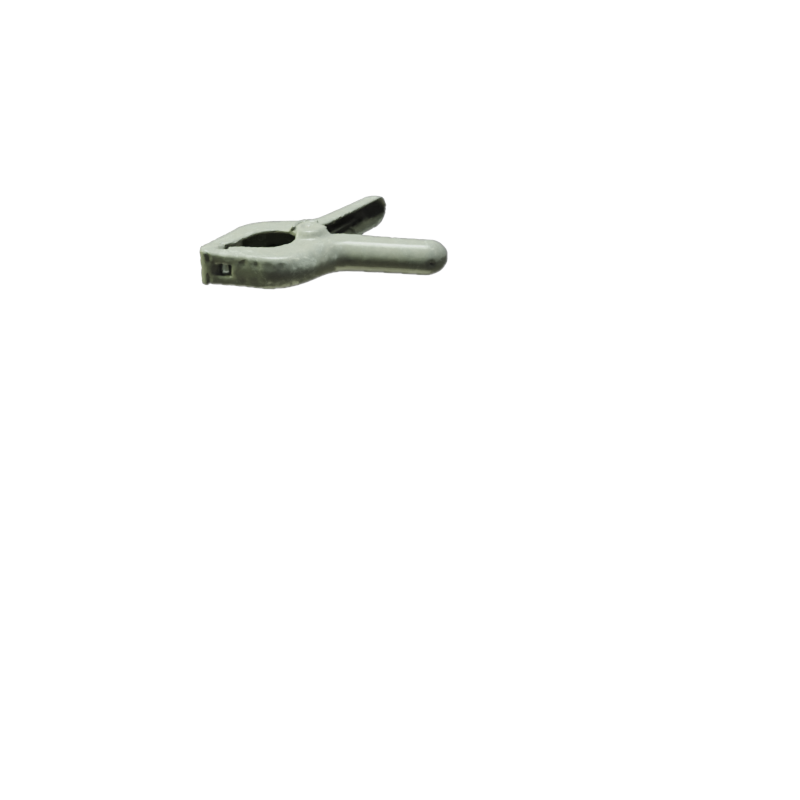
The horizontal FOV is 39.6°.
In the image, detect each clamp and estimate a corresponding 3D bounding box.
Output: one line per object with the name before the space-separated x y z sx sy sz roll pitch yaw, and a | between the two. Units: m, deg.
clamp | -0.063 -0.116 0.809 0.169 0.037 0.127 -5 24 -12
